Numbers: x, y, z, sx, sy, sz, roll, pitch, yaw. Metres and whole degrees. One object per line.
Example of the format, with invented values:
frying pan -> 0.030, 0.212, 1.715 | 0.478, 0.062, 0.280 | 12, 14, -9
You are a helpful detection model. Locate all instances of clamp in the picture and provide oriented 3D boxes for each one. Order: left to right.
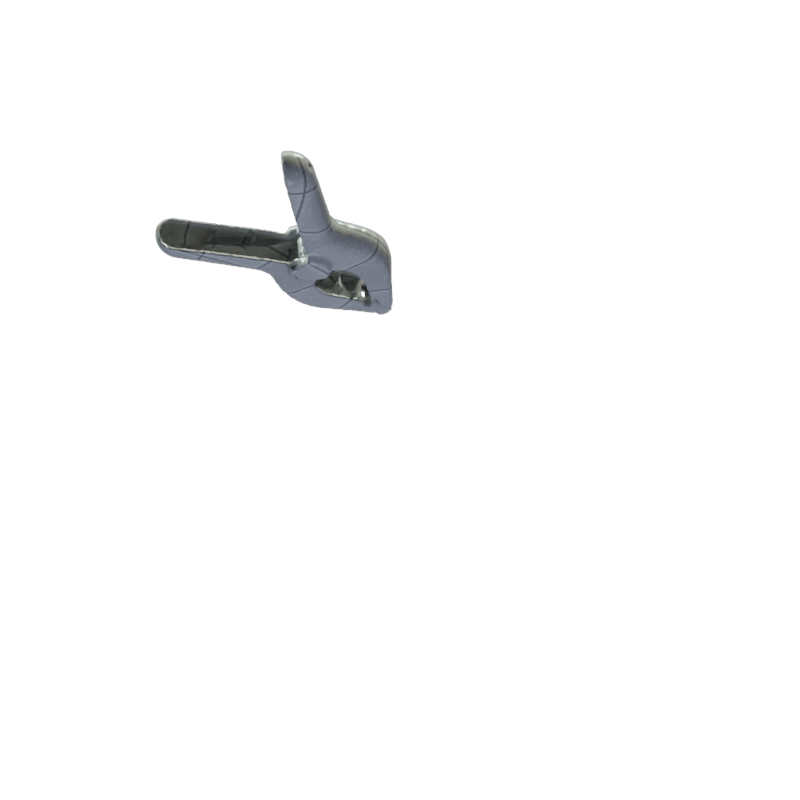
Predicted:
clamp -> -0.055, -0.101, 0.707 | 0.162, 0.041, 0.121 | 17, -27, -39
